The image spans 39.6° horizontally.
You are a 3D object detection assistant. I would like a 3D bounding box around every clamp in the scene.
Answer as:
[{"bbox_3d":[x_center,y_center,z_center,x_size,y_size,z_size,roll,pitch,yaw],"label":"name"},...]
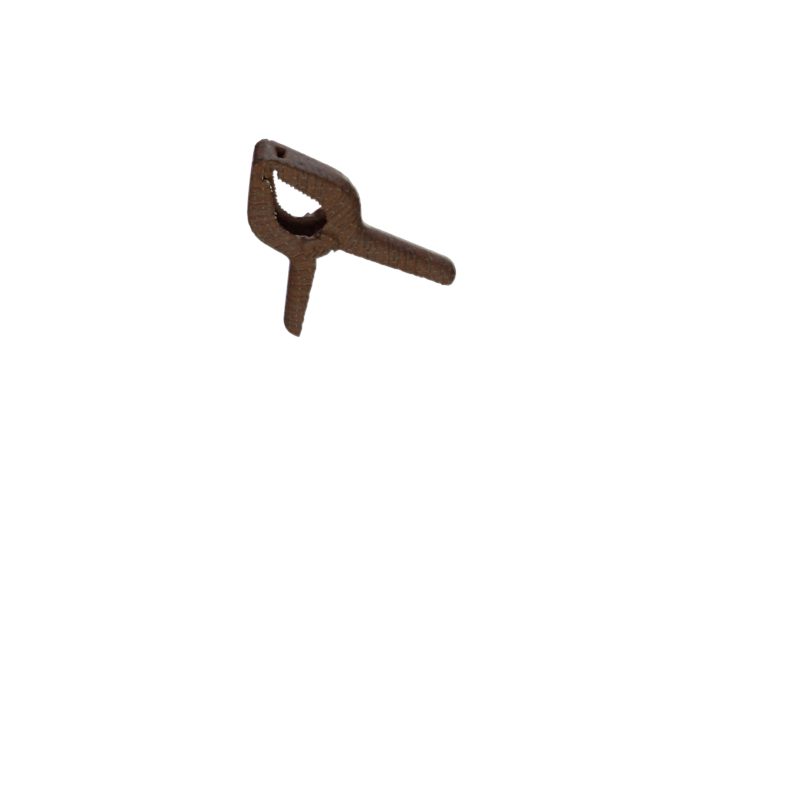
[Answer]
[{"bbox_3d":[-0.073,-0.133,0.930,0.165,0.039,0.195,-24,-47,25],"label":"clamp"}]
